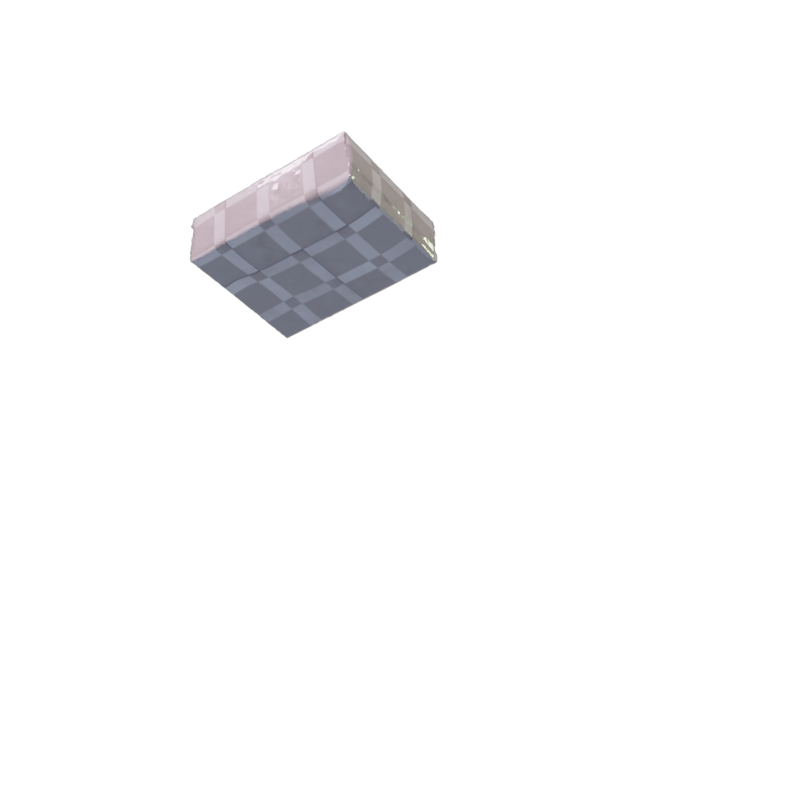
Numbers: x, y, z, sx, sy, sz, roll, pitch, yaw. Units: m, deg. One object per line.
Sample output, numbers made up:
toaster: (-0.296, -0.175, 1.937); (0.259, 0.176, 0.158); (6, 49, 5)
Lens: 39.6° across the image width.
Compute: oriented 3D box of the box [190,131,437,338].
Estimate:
box: (-0.050, -0.090, 0.633); (0.114, 0.042, 0.083); (-23, -43, 27)
